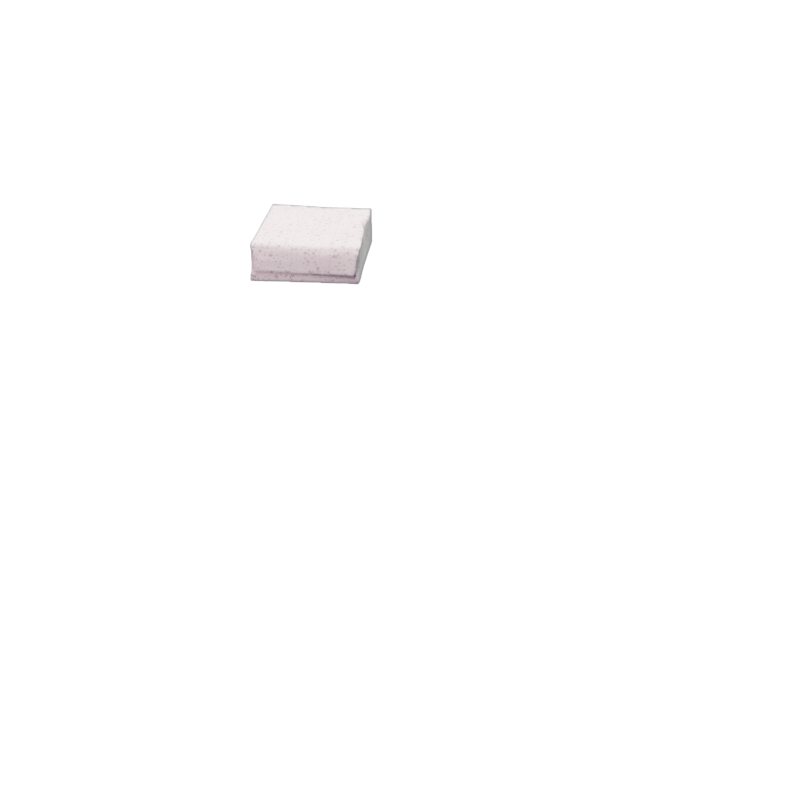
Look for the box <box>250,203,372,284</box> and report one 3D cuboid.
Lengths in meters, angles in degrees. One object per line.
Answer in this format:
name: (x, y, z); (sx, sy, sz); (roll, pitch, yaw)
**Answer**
box: (-0.059, -0.108, 0.759); (0.074, 0.029, 0.093); (3, 25, 5)
